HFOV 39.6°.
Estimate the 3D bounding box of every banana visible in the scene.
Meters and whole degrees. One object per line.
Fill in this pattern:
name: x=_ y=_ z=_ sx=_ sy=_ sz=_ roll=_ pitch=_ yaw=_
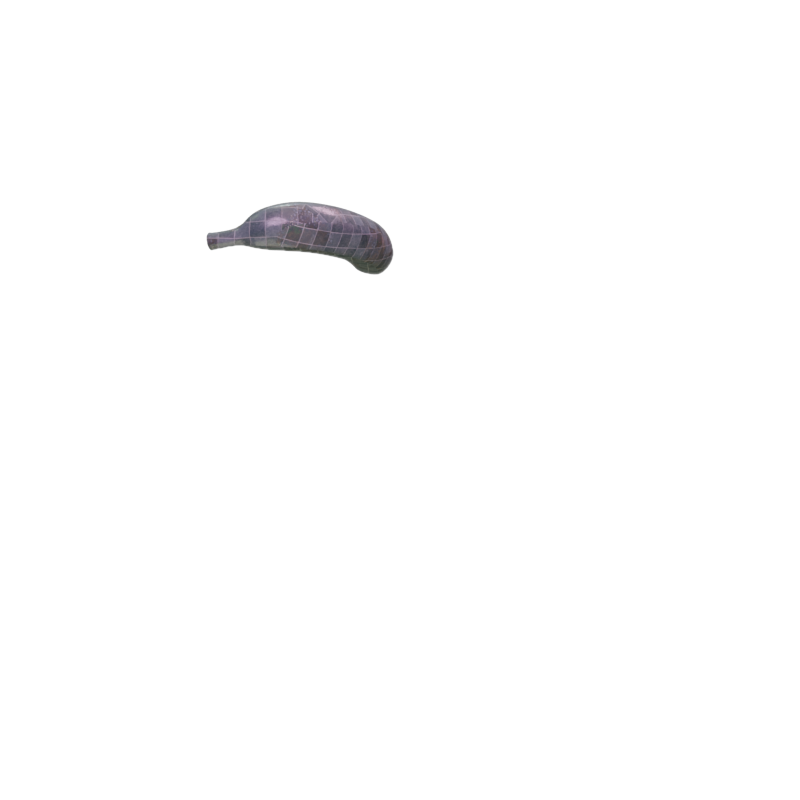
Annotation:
banana: x=-0.053 y=-0.121 z=0.827 sx=0.072 sy=0.037 sz=0.188 roll=-3 pitch=-4 yaw=37
